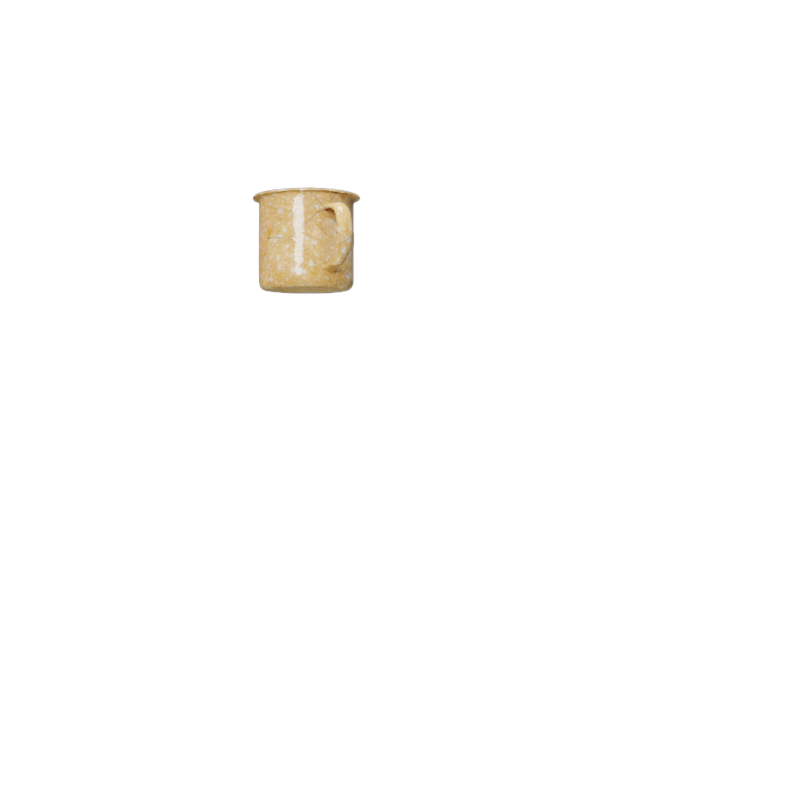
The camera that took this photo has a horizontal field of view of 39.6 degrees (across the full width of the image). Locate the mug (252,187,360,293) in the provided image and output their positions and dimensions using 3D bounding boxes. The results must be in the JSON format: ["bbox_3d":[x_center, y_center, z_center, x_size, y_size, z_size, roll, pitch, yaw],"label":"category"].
[{"bbox_3d":[-0.074,-0.135,0.943,0.090,0.083,0.120,2,-3,-33],"label":"mug"}]
